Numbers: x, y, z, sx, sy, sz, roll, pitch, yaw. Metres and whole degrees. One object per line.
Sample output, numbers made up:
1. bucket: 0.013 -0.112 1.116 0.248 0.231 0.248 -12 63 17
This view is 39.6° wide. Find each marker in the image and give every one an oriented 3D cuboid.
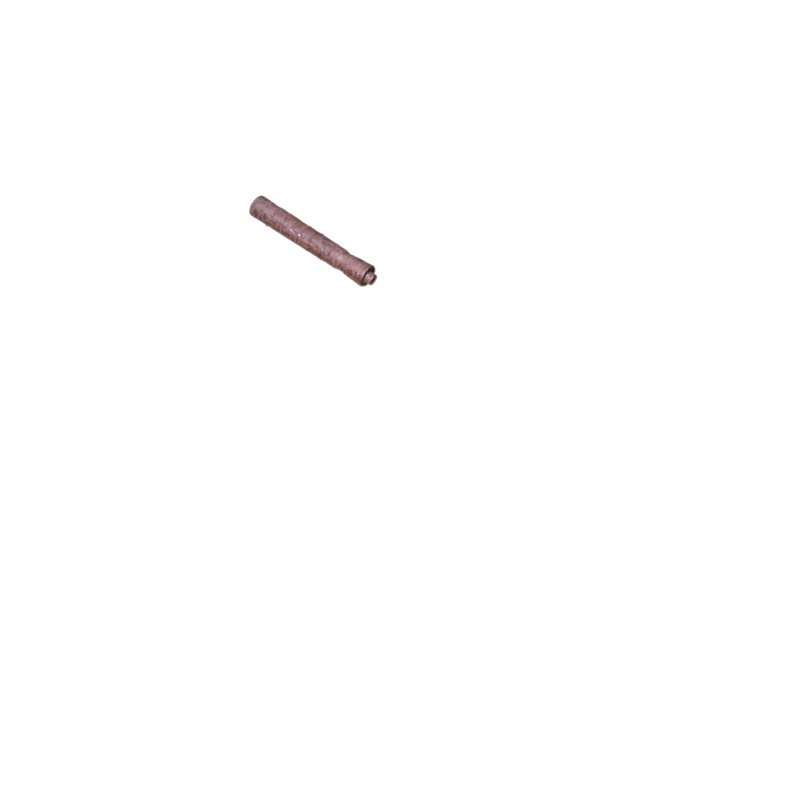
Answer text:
1. marker: -0.068 -0.124 0.867 0.128 0.019 0.019 35 18 24
